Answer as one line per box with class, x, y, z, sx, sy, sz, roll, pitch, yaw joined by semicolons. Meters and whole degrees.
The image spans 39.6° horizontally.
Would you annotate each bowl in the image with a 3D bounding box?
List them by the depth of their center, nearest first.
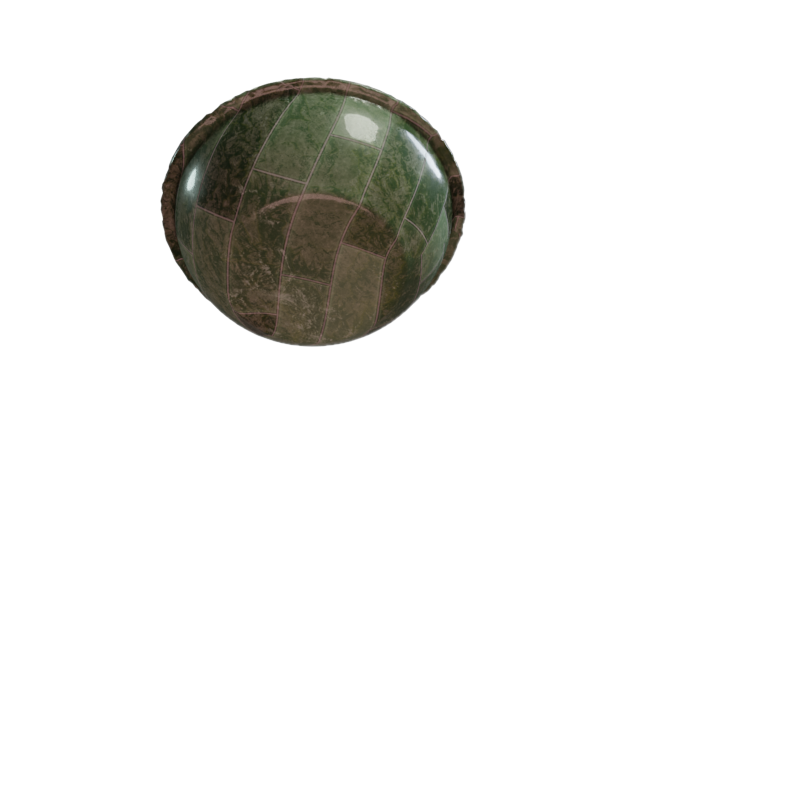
bowl;-0.045;-0.081;0.568;0.162;0.152;0.059;1;37;-1
